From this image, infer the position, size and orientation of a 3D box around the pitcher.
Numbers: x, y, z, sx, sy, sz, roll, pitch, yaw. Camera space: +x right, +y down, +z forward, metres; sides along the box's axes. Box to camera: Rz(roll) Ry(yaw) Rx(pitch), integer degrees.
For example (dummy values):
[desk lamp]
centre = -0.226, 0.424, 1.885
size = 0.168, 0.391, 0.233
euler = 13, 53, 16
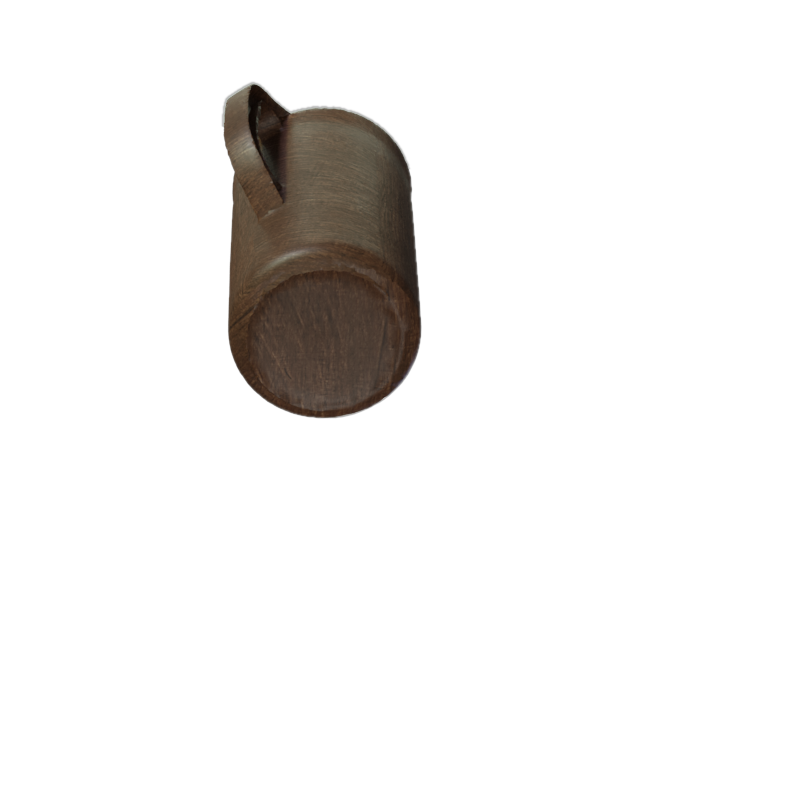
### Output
[pitcher]
centre = -0.056, -0.102, 0.714
size = 0.147, 0.139, 0.257
euler = 11, 26, -9
